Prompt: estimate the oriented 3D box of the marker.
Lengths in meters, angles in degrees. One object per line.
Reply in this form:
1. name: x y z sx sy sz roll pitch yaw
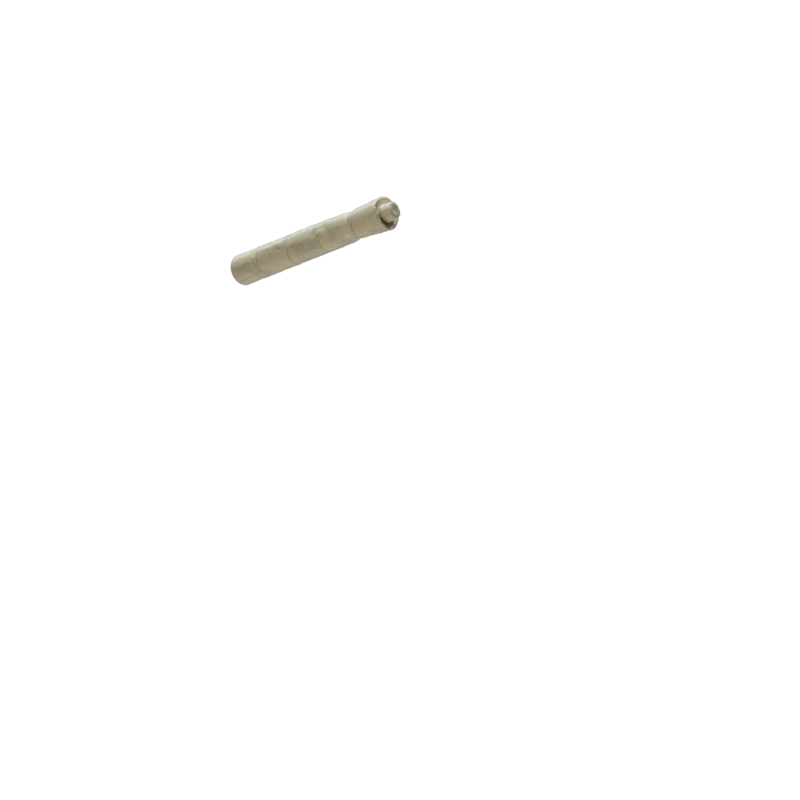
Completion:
1. marker: -0.048 -0.088 0.618 0.123 0.020 0.019 -14 -6 40
